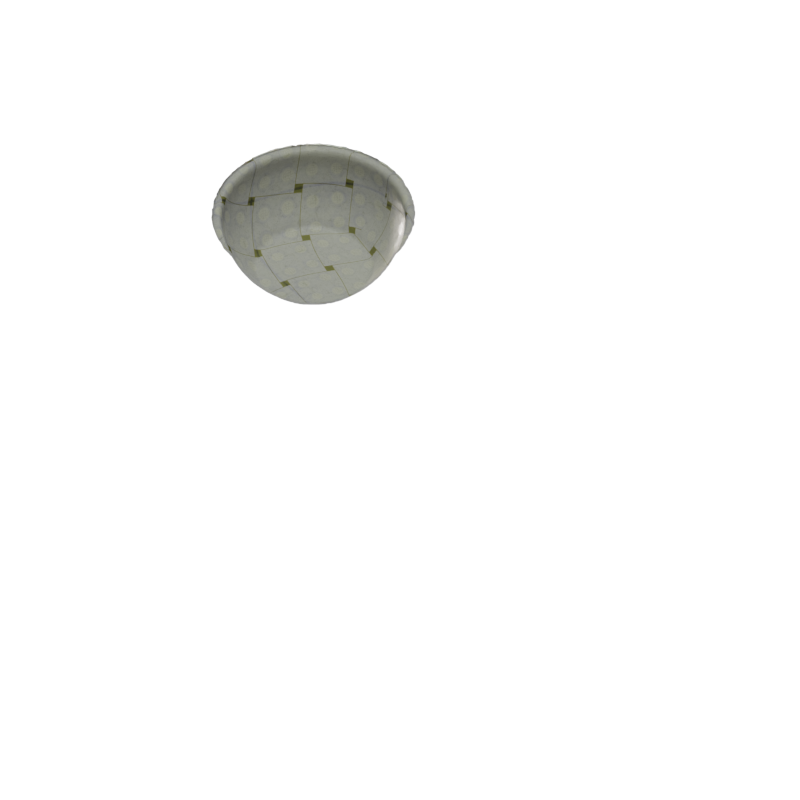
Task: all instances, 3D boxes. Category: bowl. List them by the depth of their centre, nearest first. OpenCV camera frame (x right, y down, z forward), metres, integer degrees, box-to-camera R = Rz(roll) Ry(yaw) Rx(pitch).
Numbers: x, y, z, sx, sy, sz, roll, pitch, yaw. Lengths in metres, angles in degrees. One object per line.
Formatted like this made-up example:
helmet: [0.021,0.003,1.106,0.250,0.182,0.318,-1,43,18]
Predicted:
bowl: [-0.068,-0.124,0.867,0.162,0.059,0.151,1,-38,-2]
